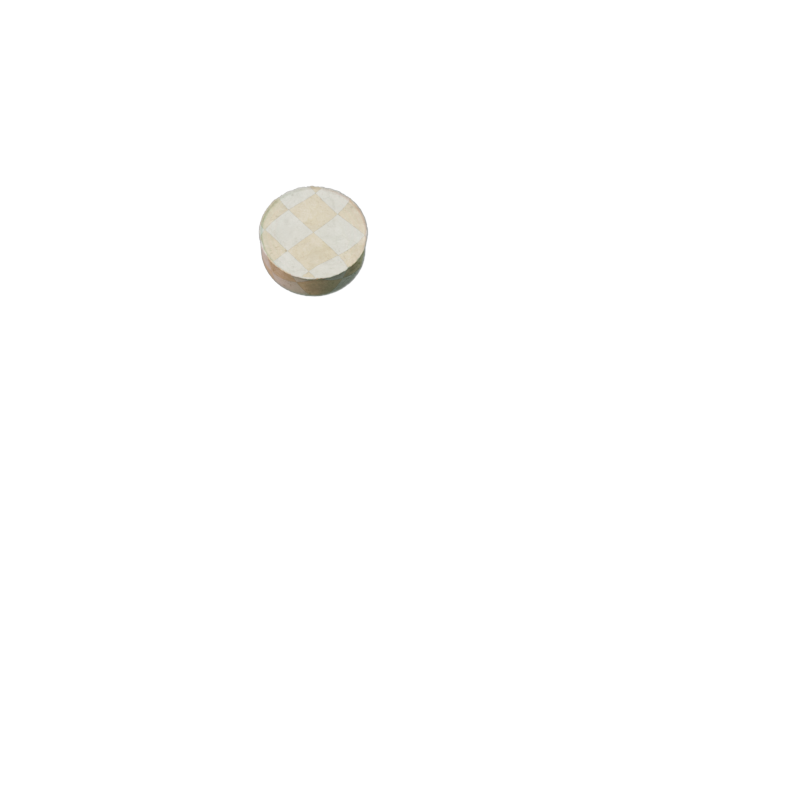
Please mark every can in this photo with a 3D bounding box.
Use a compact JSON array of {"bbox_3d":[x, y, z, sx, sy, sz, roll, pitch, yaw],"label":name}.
[{"bbox_3d":[-0.069,-0.126,0.884,0.086,0.091,0.032,-1,-29,-1],"label":"can"}]
